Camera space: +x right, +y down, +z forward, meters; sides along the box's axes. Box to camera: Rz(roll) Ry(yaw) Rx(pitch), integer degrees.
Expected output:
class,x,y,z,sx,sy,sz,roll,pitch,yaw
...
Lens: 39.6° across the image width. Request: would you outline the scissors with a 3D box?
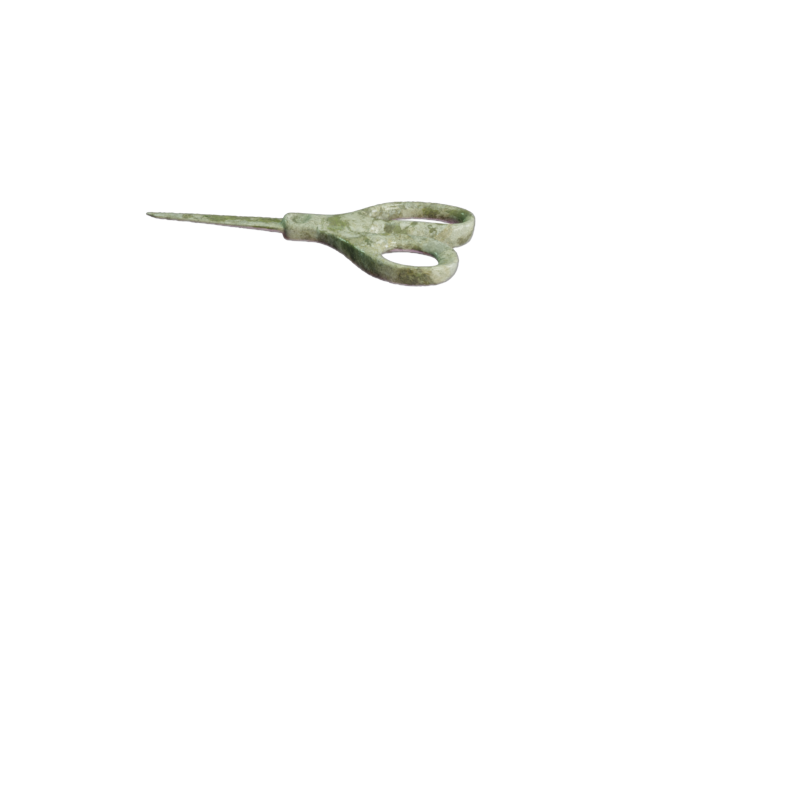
class,x,y,z,sx,sy,sz,roll,pitch,yaw
scissors,-0.052,-0.095,0.662,0.200,0.015,0.103,-3,34,-5
